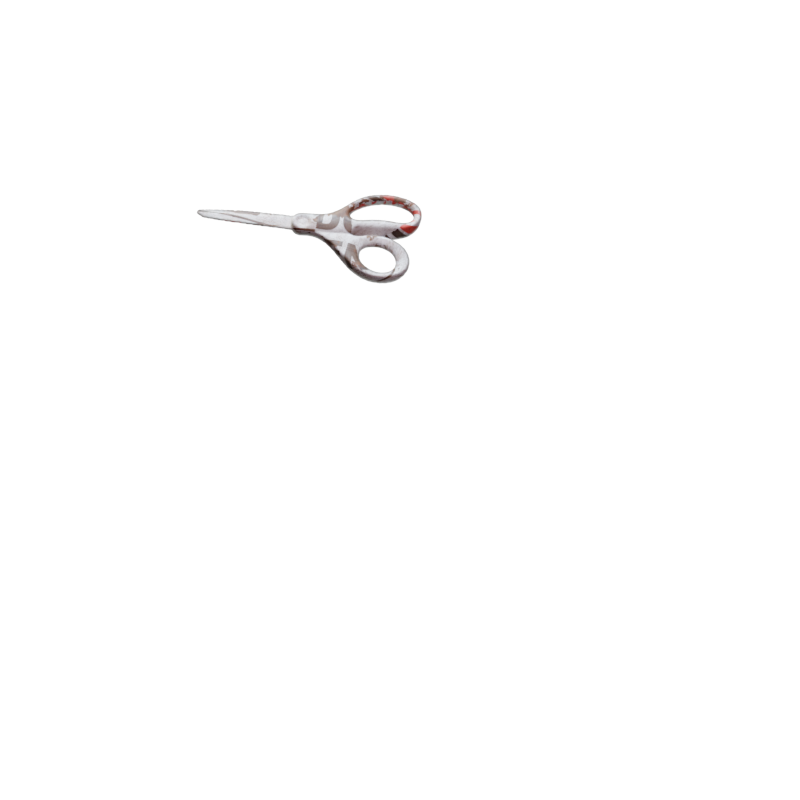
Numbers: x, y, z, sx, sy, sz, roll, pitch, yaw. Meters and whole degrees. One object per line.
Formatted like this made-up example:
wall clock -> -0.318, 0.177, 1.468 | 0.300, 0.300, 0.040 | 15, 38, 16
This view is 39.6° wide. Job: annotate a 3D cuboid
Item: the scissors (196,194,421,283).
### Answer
scissors -> -0.078, -0.142, 0.995 | 0.201, 0.103, 0.015 | -8, -29, -4
